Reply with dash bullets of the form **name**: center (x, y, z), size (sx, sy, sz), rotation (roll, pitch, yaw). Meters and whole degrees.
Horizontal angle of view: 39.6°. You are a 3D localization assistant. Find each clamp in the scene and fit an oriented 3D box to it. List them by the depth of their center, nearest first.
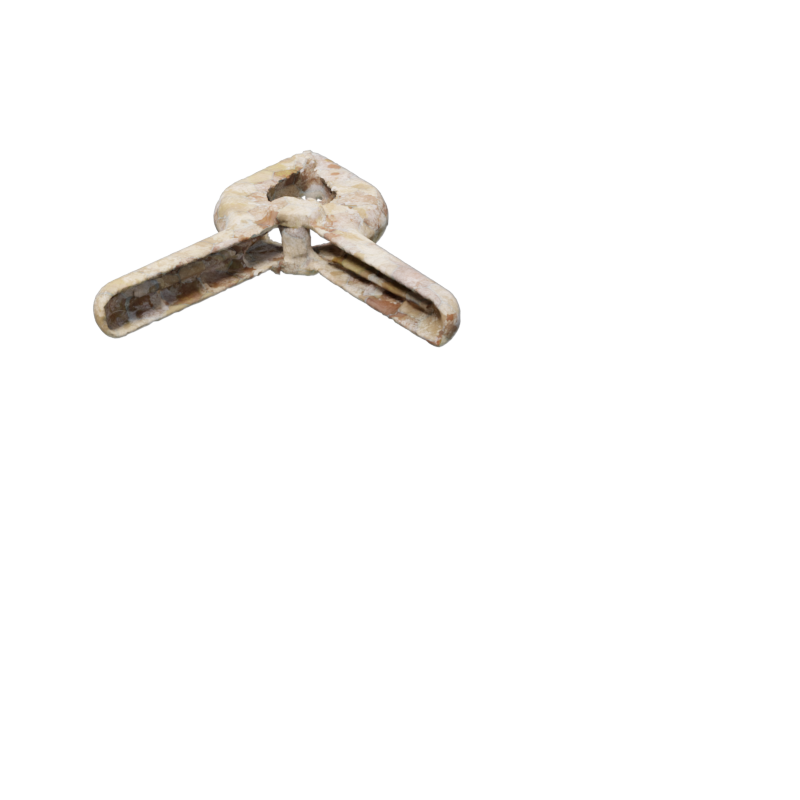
- **clamp**: center (-0.045, -0.082, 0.572), size (0.167, 0.034, 0.219), rotation (5, 30, 8)
